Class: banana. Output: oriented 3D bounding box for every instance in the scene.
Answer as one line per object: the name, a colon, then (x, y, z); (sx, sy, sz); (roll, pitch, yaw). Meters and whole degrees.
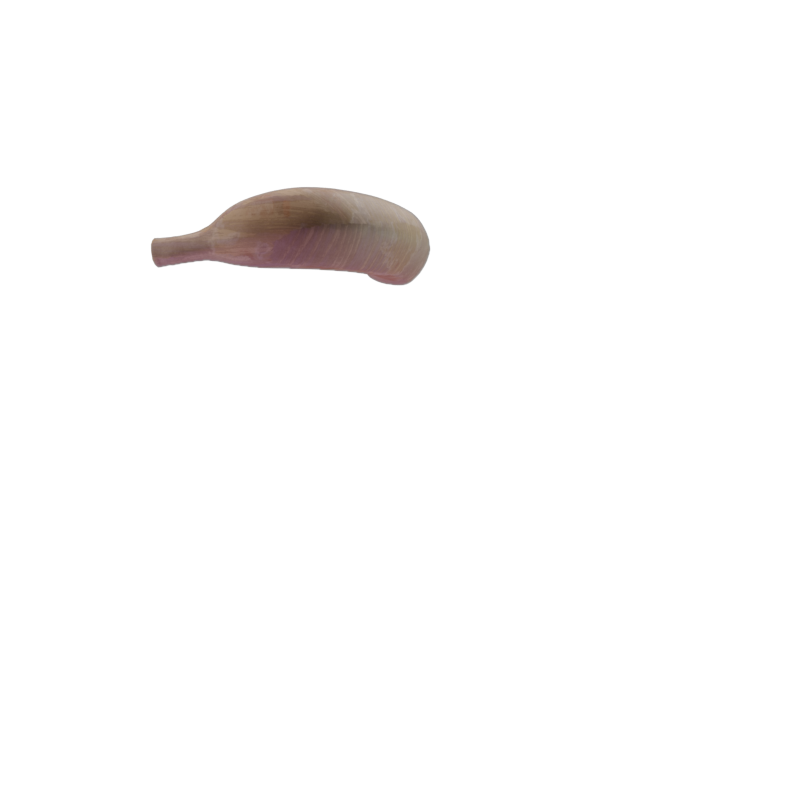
banana: (-0.027, -0.075, 0.519); (0.072, 0.037, 0.190); (0, 2, 31)
